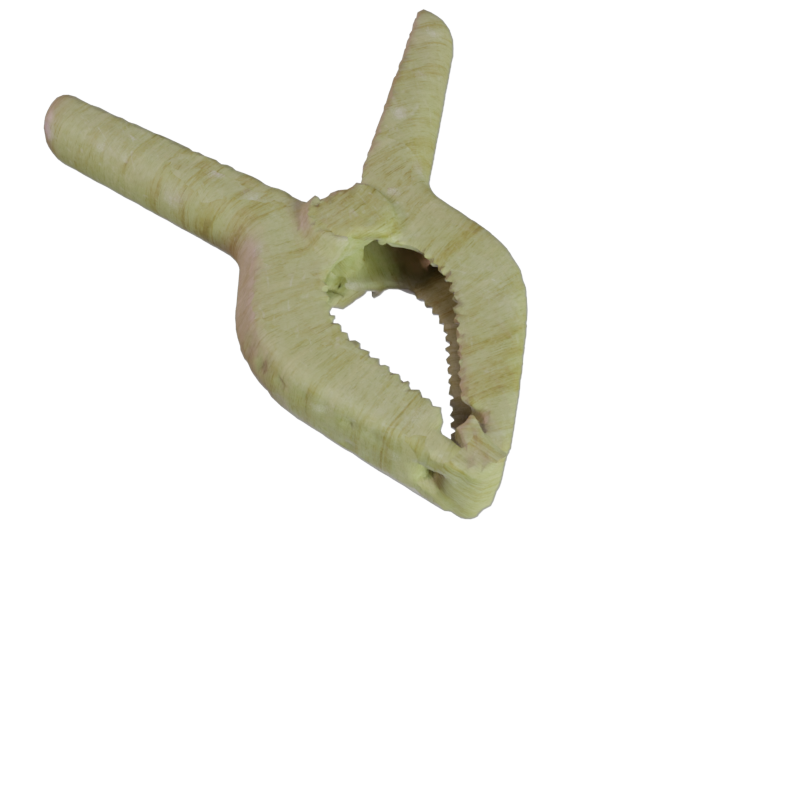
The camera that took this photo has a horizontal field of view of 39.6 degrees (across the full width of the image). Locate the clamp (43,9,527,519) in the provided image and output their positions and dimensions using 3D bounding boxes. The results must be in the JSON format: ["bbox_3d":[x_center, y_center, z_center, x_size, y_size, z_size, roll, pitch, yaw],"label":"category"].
[{"bbox_3d":[-0.030,-0.054,0.377,0.163,0.227,0.034,-13,-37,-10],"label":"clamp"}]
